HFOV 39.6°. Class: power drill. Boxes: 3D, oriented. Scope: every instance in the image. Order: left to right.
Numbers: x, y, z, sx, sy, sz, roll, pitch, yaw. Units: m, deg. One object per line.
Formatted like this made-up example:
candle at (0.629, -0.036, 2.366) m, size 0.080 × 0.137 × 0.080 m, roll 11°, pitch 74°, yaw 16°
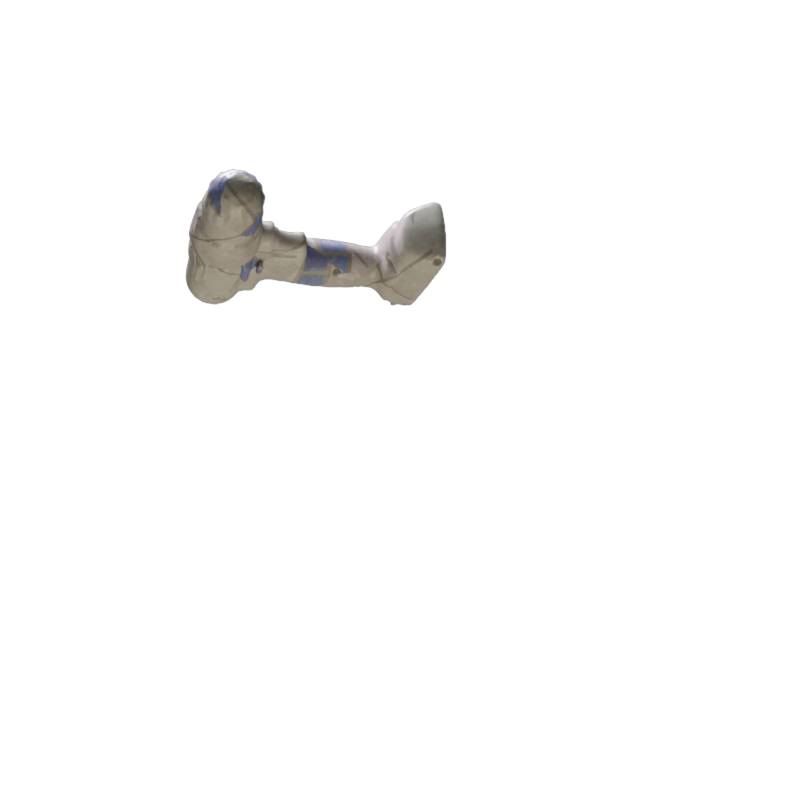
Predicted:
power drill at (-0.065, -0.119, 0.832) m, size 0.184 × 0.060 × 0.180 m, roll 3°, pitch -15°, yaw -13°
